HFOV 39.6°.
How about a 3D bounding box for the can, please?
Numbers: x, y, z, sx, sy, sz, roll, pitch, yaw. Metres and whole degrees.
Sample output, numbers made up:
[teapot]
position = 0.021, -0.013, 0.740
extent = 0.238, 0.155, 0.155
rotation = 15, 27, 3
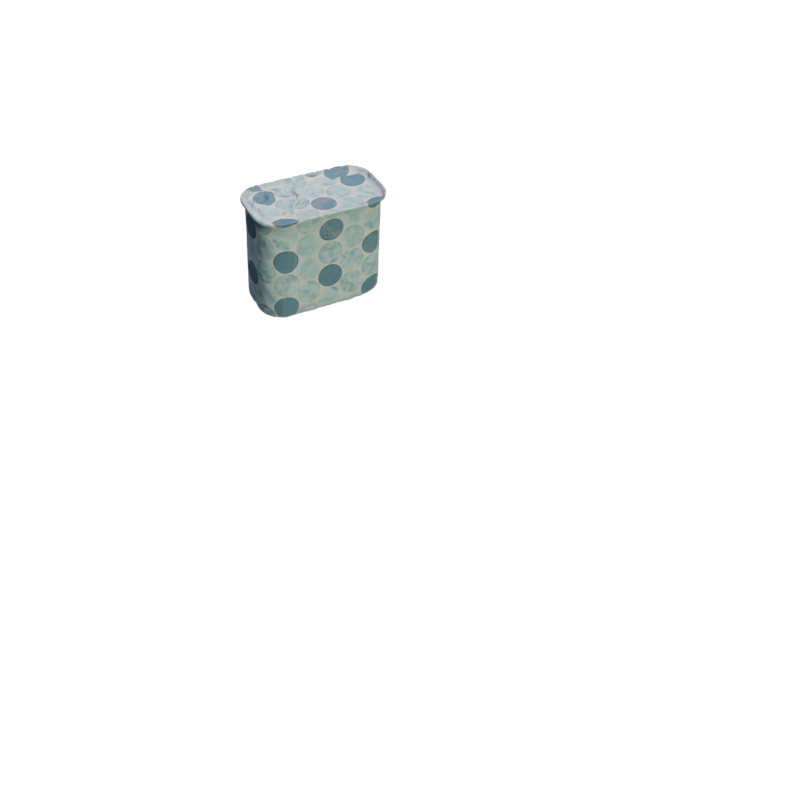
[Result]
[can]
position = -0.064, -0.116, 0.814
extent = 0.101, 0.078, 0.062
rotation = -16, 41, -21
